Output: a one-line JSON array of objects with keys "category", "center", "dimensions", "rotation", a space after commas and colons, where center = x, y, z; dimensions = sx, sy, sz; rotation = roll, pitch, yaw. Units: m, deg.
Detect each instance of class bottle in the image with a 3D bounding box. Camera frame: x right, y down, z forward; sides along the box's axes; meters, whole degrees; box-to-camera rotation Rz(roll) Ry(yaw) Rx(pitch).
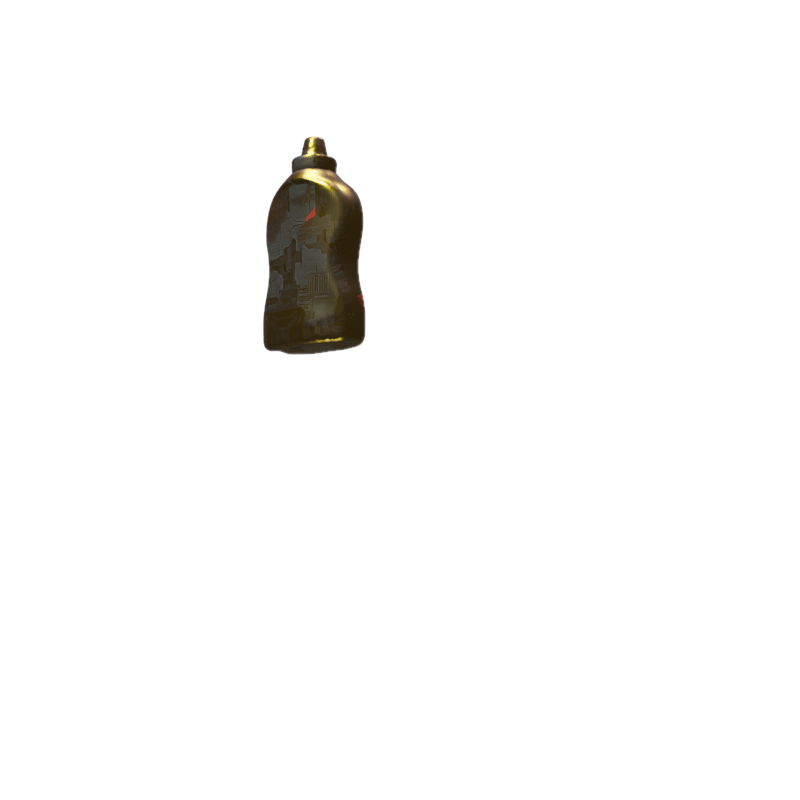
[{"category": "bottle", "center": [-0.076, -0.140, 0.980], "dimensions": [0.098, 0.198, 0.055], "rotation": [-11, -17, 40]}]
